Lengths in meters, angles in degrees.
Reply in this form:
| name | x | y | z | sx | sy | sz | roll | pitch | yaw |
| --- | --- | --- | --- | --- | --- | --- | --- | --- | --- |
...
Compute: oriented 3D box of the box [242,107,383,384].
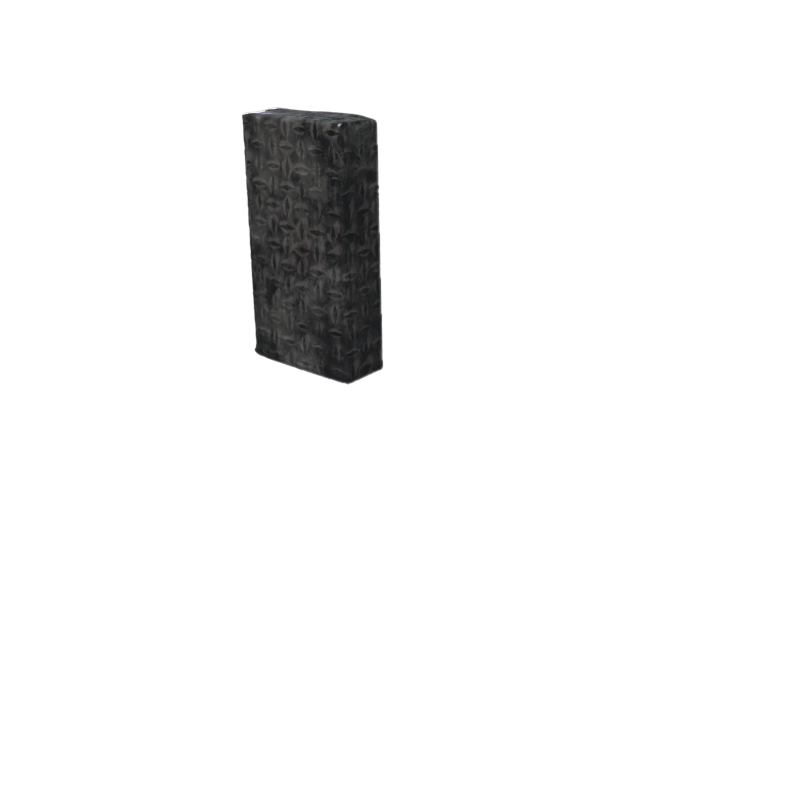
| name | x | y | z | sx | sy | sz | roll | pitch | yaw |
| --- | --- | --- | --- | --- | --- | --- | --- | --- | --- |
| box | -0.059 | -0.108 | 0.757 | 0.098 | 0.170 | 0.047 | 14 | 20 | 39 |
